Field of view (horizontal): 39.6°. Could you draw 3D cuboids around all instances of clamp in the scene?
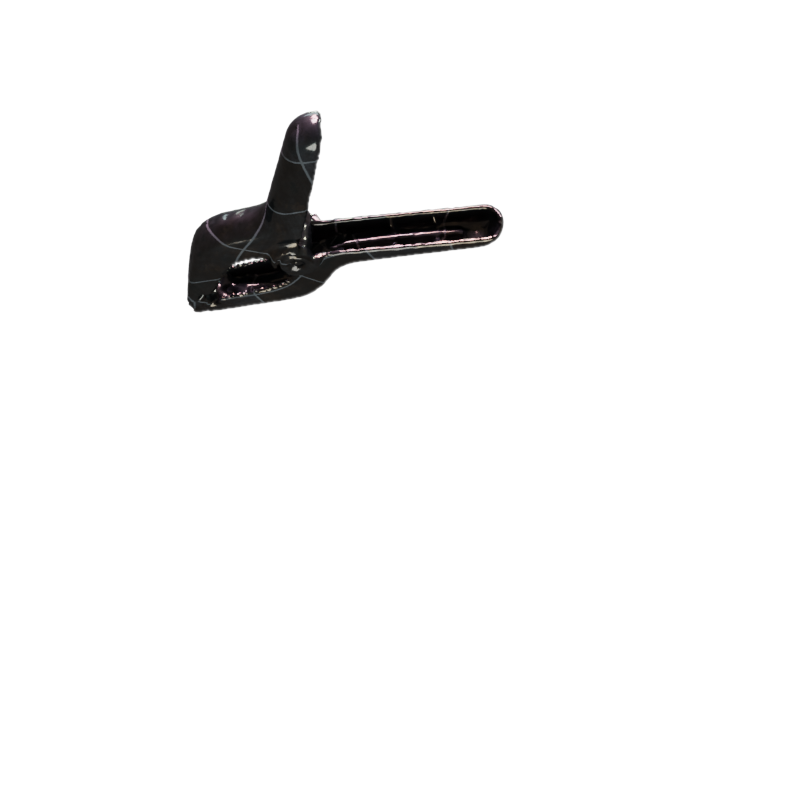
[{"bbox_3d":[-0.054,-0.098,0.685,0.156,0.038,0.210,18,-28,-36],"label":"clamp"}]
